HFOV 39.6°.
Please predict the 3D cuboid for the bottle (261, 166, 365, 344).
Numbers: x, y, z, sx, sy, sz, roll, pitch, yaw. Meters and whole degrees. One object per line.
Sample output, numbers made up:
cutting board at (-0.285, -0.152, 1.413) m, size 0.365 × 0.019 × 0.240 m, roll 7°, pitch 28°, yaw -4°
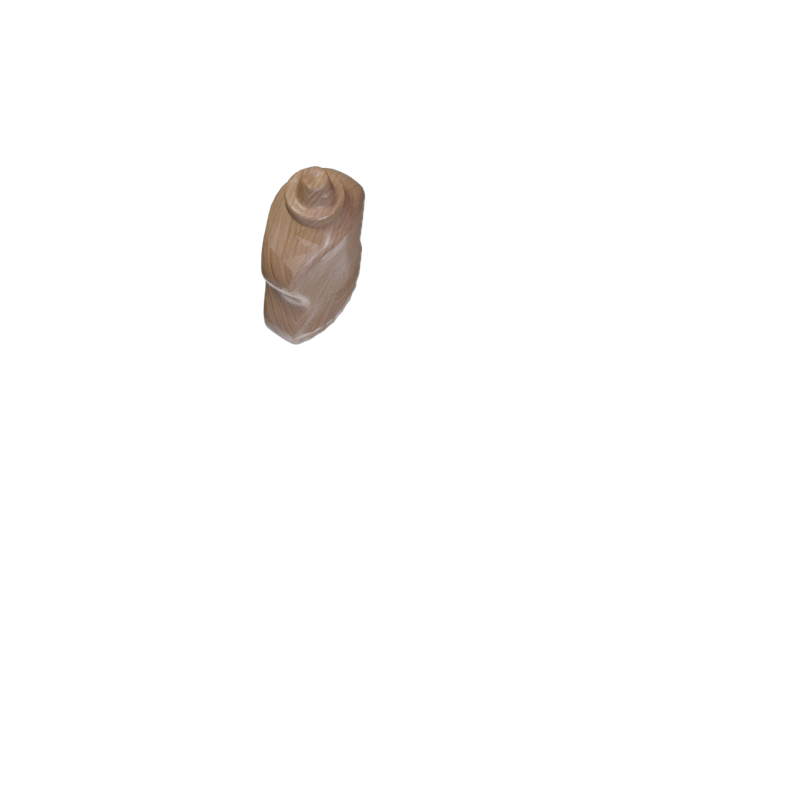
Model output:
bottle at (-0.063, -0.115, 0.808) m, size 0.060 × 0.098 × 0.182 m, roll 34°, pitch -19°, yaw 9°
